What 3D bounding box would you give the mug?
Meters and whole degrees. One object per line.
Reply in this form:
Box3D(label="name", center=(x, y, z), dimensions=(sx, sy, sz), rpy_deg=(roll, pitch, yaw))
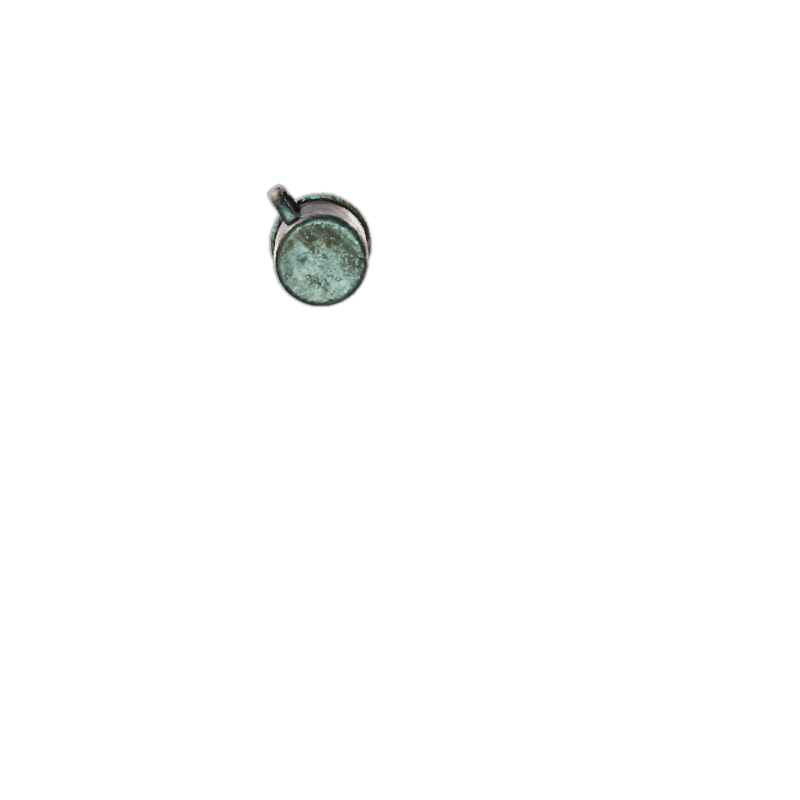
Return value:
Box3D(label="mug", center=(-0.076, -0.139, 0.977), dimensions=(0.093, 0.114, 0.084), rpy_deg=(-33, 13, 7))
